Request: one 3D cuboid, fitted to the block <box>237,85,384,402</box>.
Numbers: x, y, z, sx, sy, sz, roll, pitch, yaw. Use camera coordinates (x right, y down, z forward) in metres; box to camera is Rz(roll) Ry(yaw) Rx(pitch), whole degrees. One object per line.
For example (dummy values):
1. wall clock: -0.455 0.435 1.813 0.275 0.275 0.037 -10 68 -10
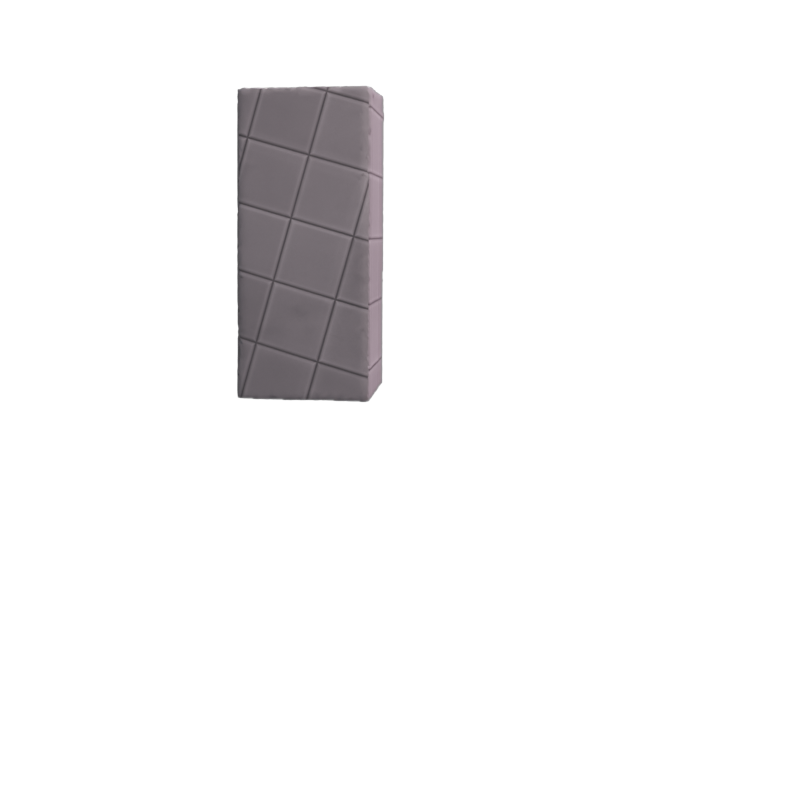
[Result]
1. block: -0.059 -0.109 0.767 0.091 0.205 0.090 1 3 8
